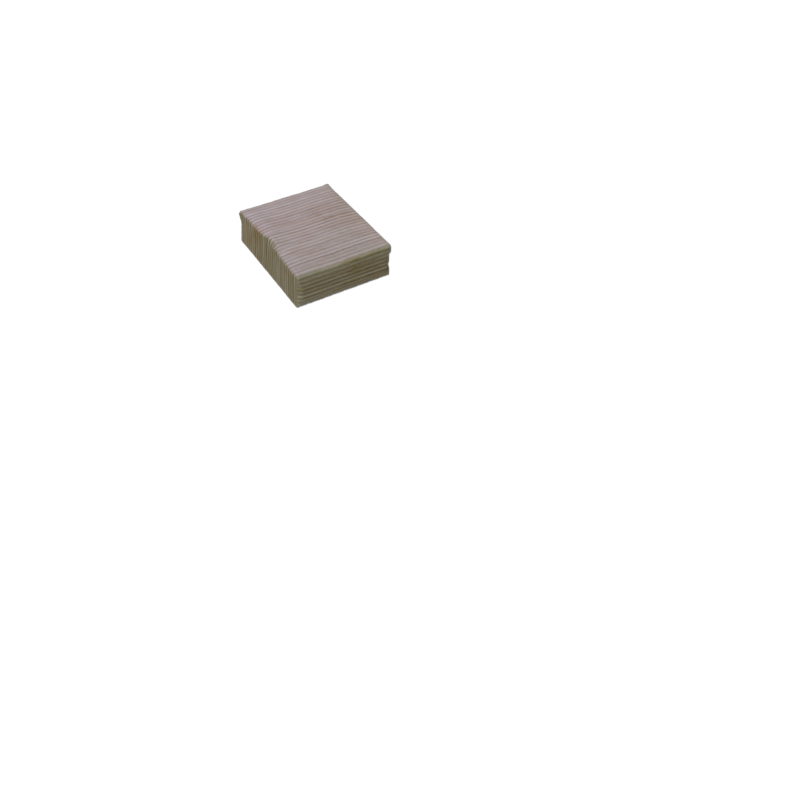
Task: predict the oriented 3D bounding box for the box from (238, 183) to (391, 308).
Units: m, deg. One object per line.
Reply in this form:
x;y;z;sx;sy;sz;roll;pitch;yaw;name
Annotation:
-0.060;-0.110;0.767;0.072;0.028;0.096;-21;46;-22;box
